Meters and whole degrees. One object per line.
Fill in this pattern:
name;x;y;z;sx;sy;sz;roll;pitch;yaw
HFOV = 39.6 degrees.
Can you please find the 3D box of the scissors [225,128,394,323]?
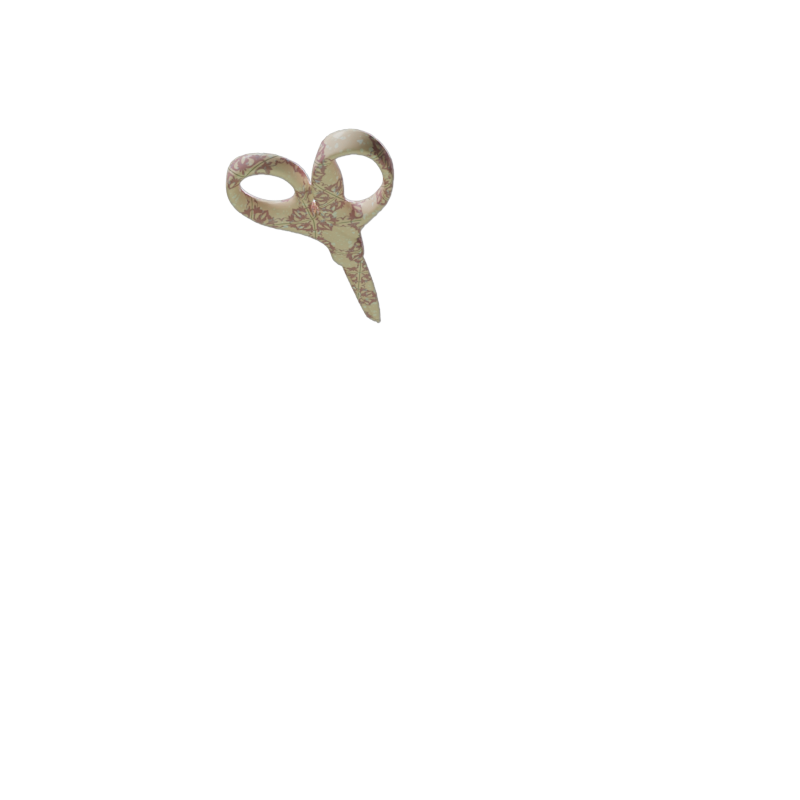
scissors;-0.049;-0.090;0.627;0.096;0.017;0.191;2;-24;-6
